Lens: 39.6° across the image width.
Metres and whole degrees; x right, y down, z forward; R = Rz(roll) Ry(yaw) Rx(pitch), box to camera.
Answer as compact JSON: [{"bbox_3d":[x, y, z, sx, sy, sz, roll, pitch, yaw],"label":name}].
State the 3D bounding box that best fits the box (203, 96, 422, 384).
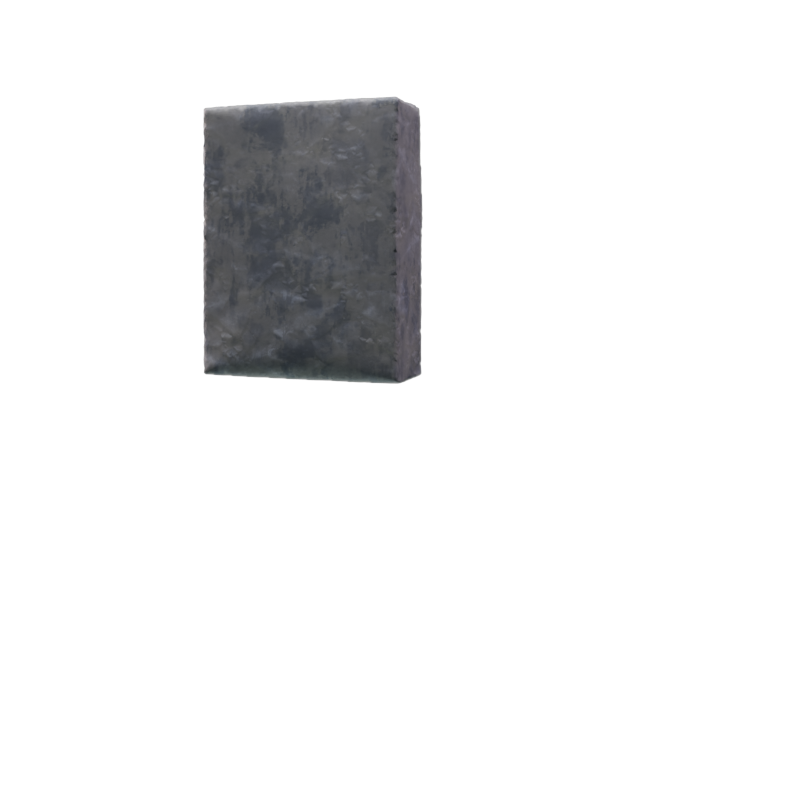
[{"bbox_3d":[-0.068,-0.125,0.875,0.168,0.214,0.070,1,0,20],"label":"box"}]
